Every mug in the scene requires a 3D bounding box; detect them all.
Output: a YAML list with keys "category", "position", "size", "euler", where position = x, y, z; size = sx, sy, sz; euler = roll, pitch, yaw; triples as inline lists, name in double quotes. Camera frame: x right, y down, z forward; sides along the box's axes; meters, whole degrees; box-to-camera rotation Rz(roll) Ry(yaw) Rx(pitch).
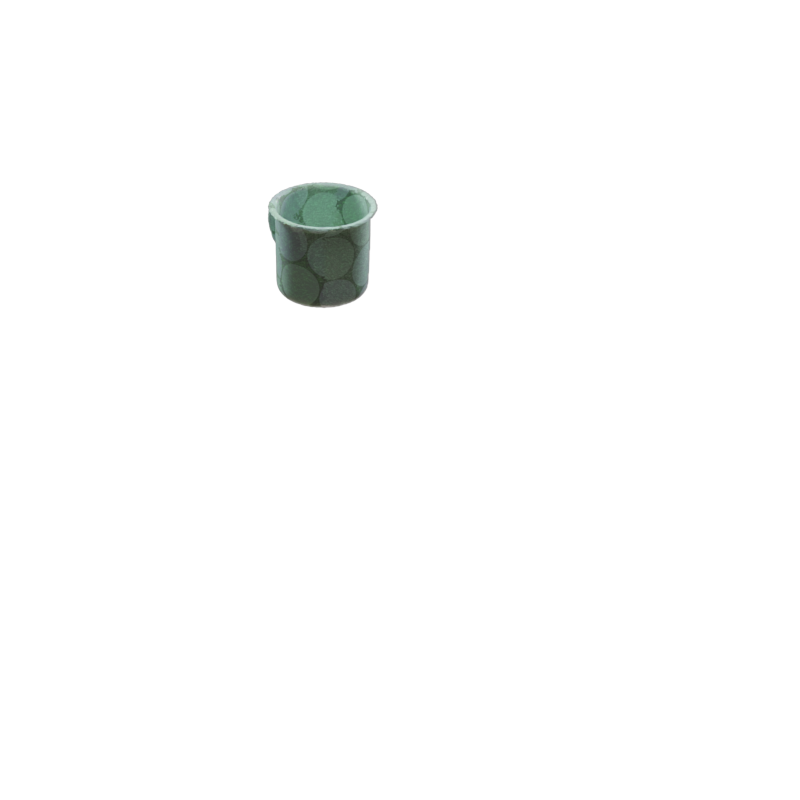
- category: "mug"
  position: [-0.076, -0.138, 0.969]
  size: [0.093, 0.077, 0.125]
  euler: [-27, 42, -37]
